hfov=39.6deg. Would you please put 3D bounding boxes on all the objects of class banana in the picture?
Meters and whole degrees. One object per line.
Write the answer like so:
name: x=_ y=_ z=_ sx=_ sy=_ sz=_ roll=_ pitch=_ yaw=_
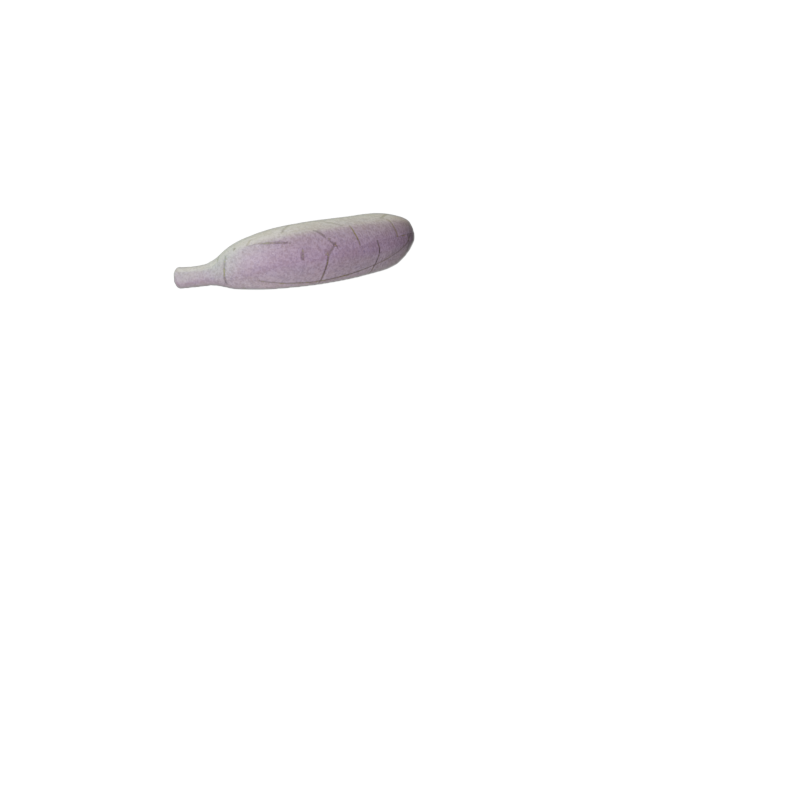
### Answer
banana: x=-0.042 y=-0.094 z=0.676 sx=0.073 sy=0.036 sz=0.193 roll=12 pitch=20 yaw=39
